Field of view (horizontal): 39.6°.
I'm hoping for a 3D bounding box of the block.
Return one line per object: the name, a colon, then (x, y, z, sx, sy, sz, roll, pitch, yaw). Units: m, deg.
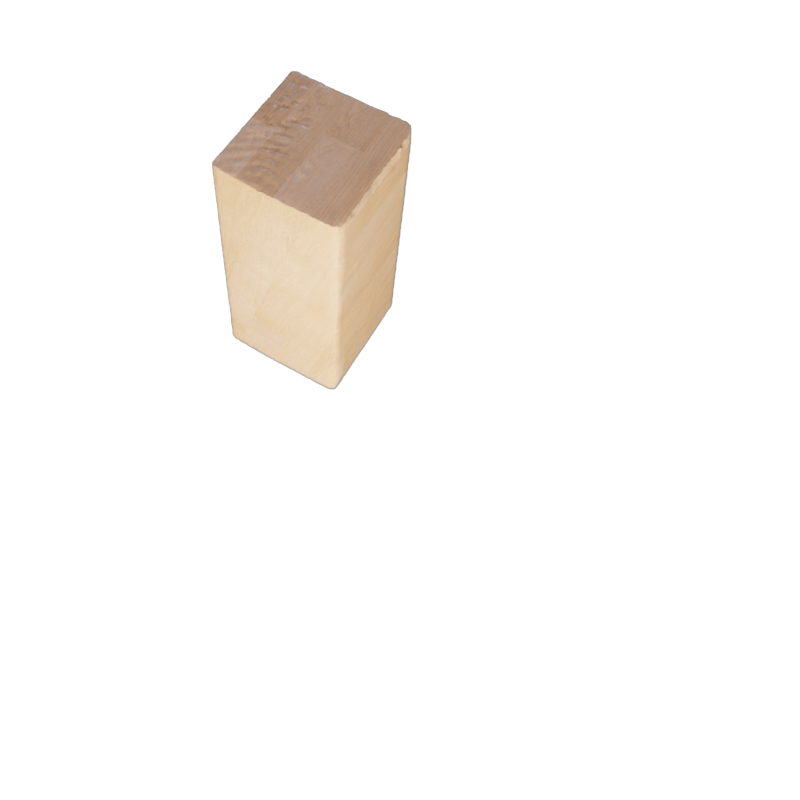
block: (-0.057, -0.105, 0.736, 0.093, 0.093, 0.194, 29, -27, 12)
